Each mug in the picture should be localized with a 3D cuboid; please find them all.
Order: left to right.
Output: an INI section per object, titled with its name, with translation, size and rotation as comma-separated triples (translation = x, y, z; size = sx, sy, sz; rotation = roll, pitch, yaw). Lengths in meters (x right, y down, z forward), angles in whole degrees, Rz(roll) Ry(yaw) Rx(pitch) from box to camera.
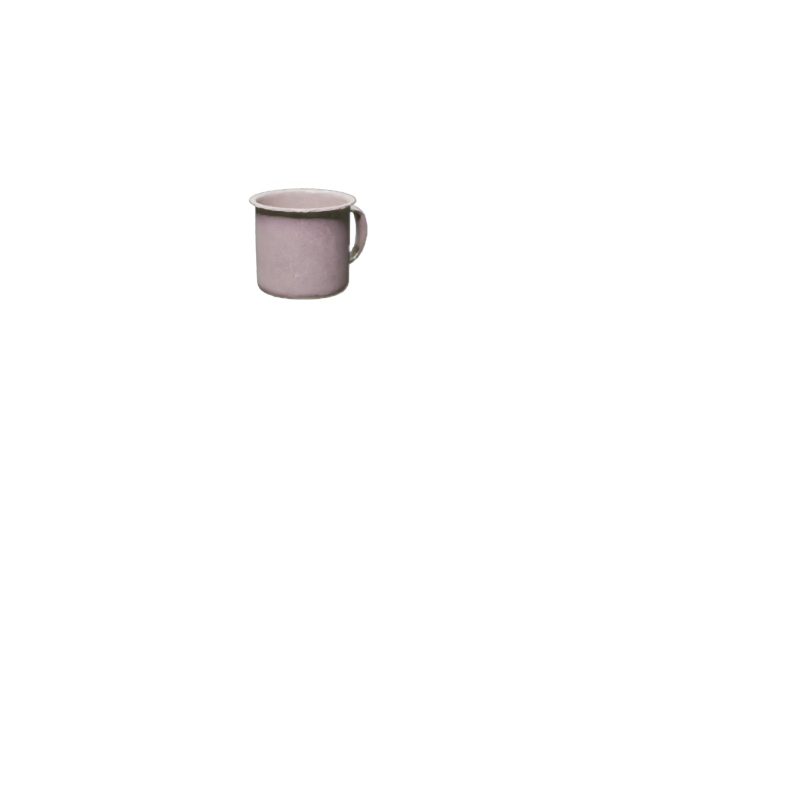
[mug]
translation = -0.076, -0.139, 0.975
size = 0.115, 0.078, 0.099
rotation = -16, 25, -40
